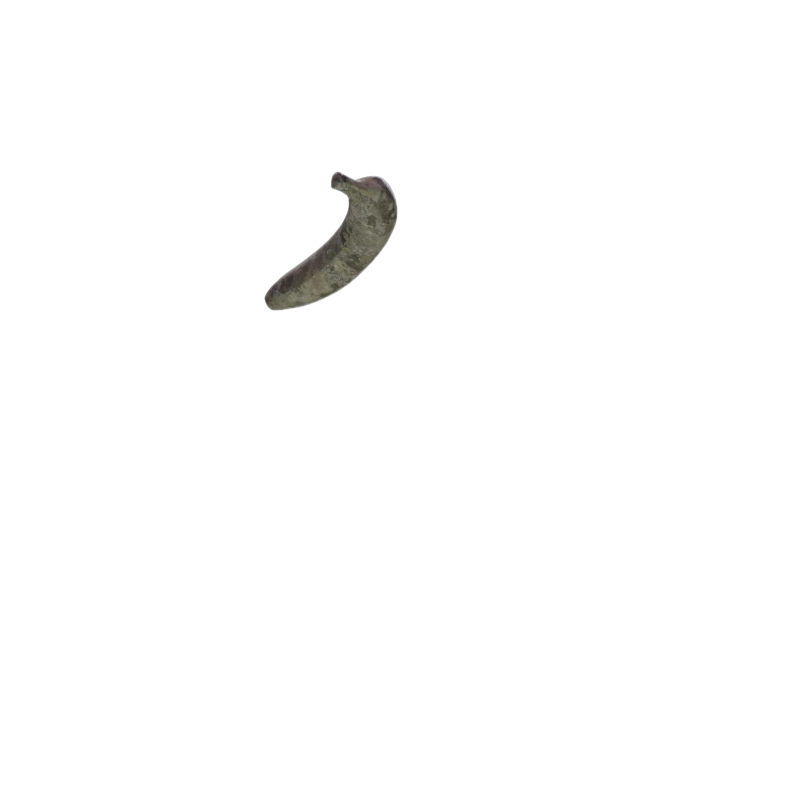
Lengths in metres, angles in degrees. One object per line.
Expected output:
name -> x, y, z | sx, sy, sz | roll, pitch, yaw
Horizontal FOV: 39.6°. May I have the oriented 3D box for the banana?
banana -> -0.048, -0.120, 0.848 | 0.068, 0.039, 0.191 | 9, -28, -18
